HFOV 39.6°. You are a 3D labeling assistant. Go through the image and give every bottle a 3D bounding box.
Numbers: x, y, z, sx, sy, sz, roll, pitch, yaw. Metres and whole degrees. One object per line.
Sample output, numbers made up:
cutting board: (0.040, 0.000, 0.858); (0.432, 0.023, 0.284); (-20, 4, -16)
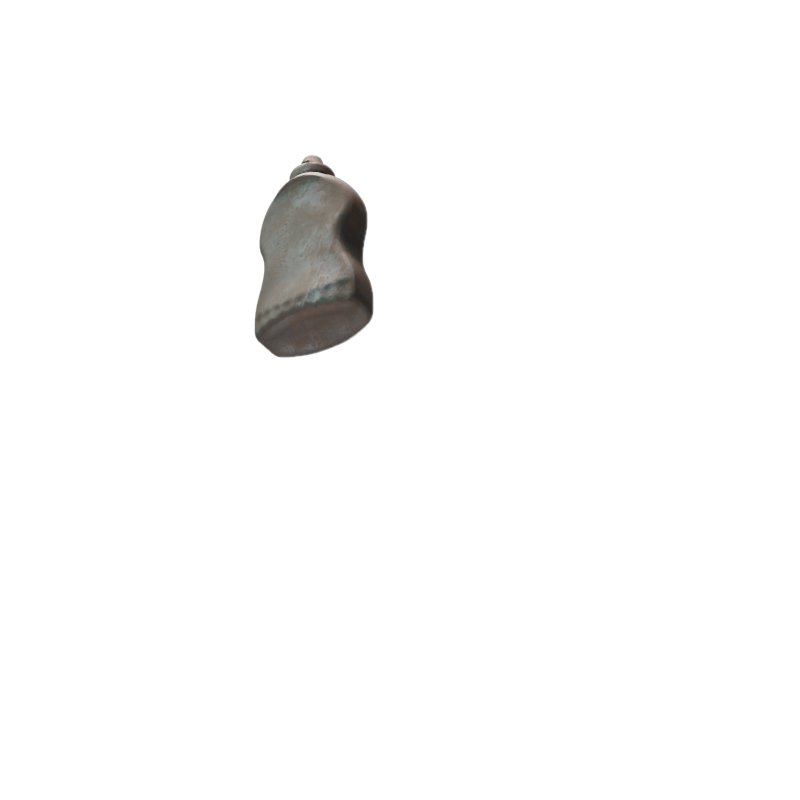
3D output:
bottle: (-0.073, -0.132, 0.925); (0.096, 0.206, 0.054); (-23, -43, 24)
